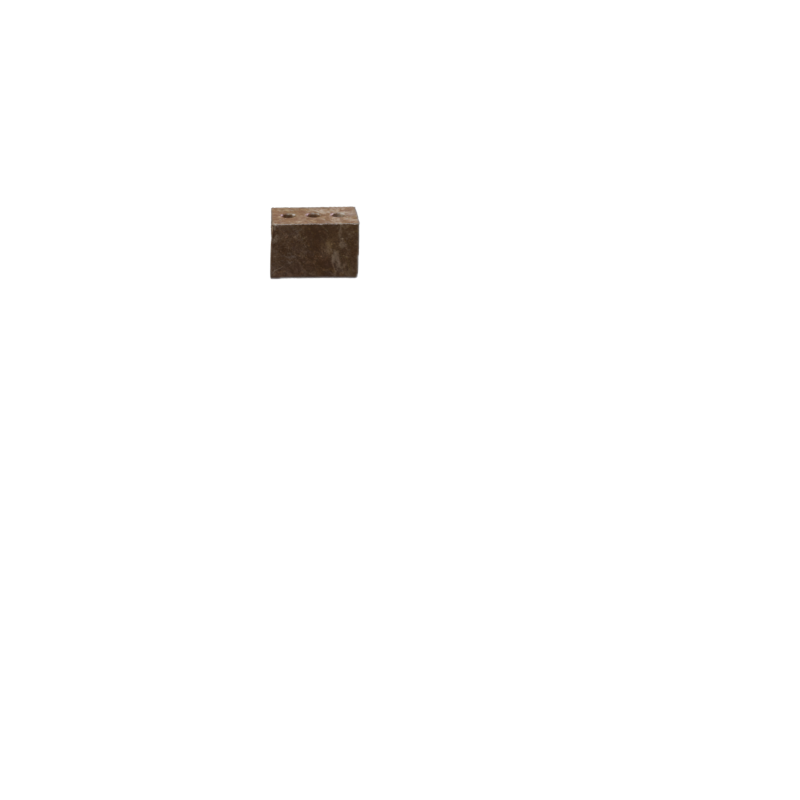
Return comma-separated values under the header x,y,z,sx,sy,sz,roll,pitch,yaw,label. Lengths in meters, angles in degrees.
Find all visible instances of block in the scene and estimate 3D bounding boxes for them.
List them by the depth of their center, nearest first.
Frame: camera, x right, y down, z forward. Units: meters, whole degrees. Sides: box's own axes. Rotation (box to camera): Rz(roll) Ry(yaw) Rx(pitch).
x,y,z,sx,sy,sz,roll,pitch,yaw,label
-0.077,-0.140,0.980,0.077,0.049,0.056,-1,24,-4,block
